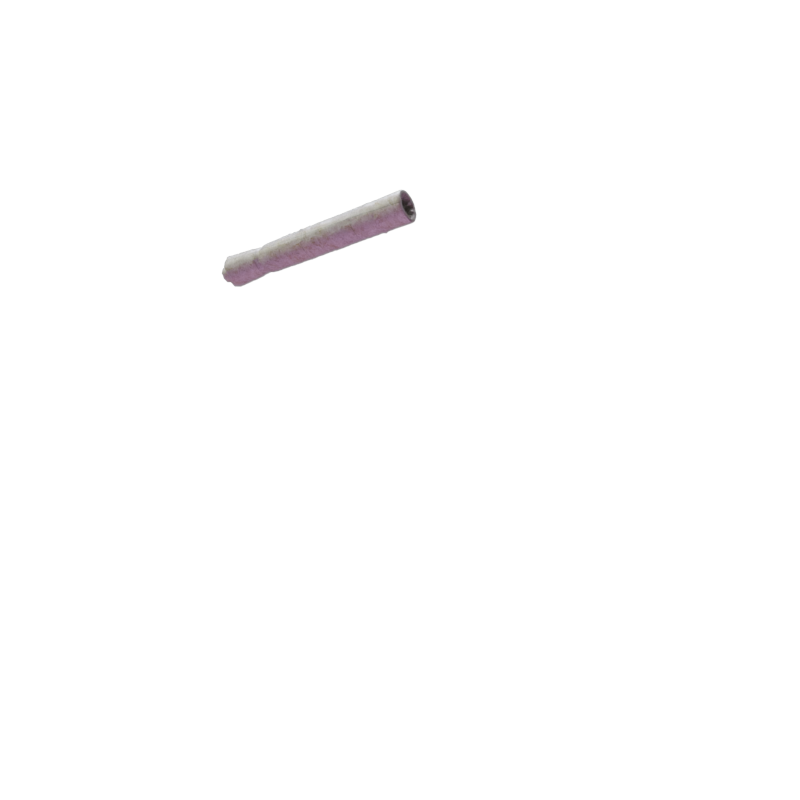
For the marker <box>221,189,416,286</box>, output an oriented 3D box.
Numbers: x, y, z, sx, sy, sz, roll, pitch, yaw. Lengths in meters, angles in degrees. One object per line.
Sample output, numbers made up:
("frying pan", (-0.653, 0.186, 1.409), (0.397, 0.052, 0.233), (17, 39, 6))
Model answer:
("marker", (-0.048, -0.088, 0.614), (0.122, 0.020, 0.019), (-16, -4, 27))
